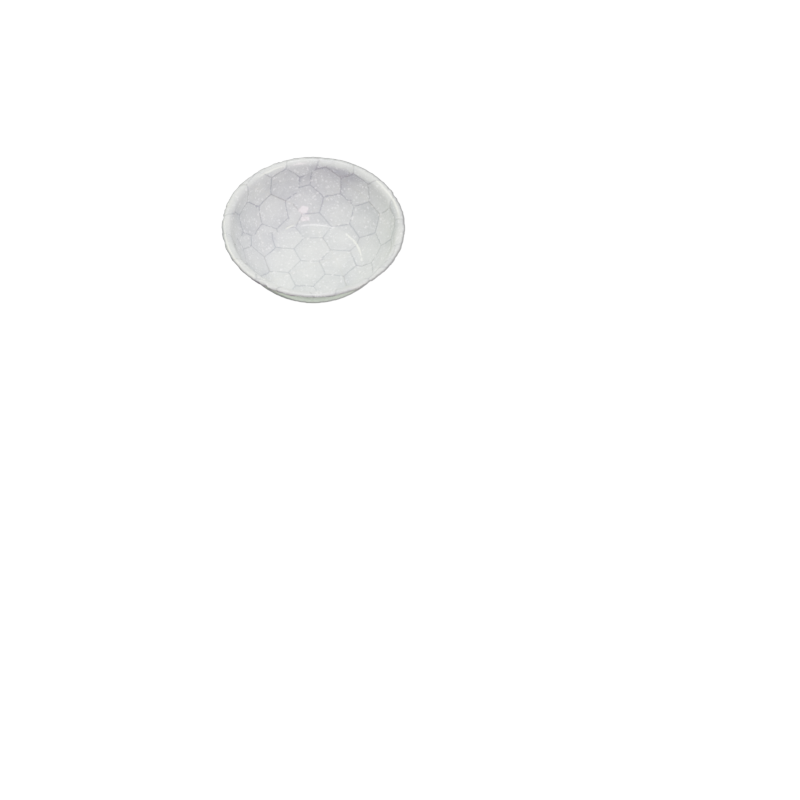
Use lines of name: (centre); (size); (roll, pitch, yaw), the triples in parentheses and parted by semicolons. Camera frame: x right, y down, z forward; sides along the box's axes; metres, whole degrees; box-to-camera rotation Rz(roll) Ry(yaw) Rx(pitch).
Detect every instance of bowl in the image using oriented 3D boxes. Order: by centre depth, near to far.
bowl: (-0.078, -0.142, 0.995); (0.162, 0.174, 0.051); (-1, -37, -1)
